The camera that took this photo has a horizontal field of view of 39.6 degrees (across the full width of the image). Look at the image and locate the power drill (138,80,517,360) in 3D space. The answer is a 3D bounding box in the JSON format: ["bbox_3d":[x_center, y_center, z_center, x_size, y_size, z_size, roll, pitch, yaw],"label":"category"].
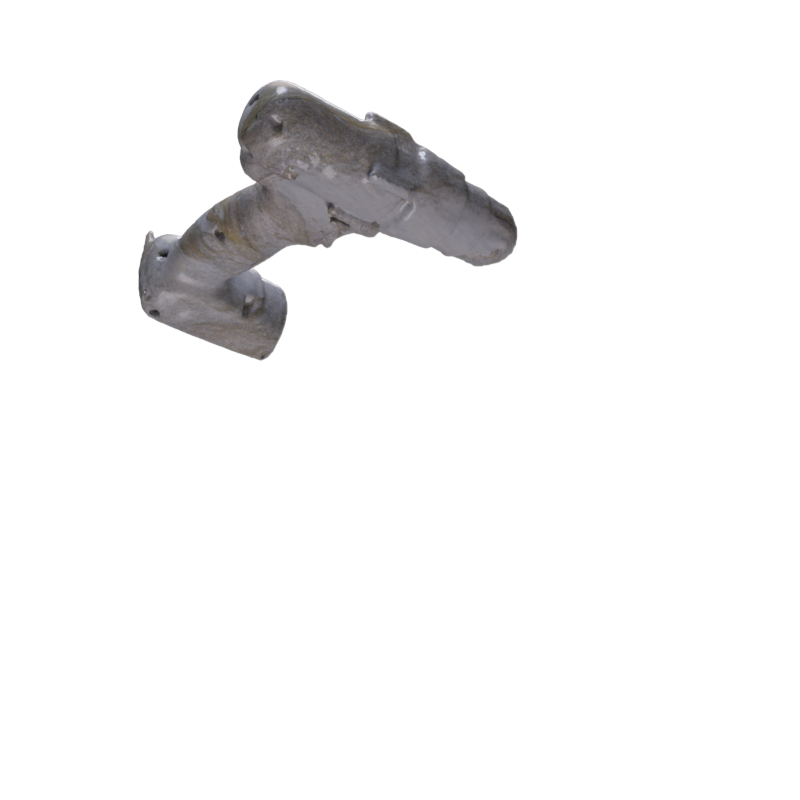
[{"bbox_3d":[-0.051,-0.093,0.649,0.174,0.061,0.185,26,-43,-32],"label":"power drill"}]
